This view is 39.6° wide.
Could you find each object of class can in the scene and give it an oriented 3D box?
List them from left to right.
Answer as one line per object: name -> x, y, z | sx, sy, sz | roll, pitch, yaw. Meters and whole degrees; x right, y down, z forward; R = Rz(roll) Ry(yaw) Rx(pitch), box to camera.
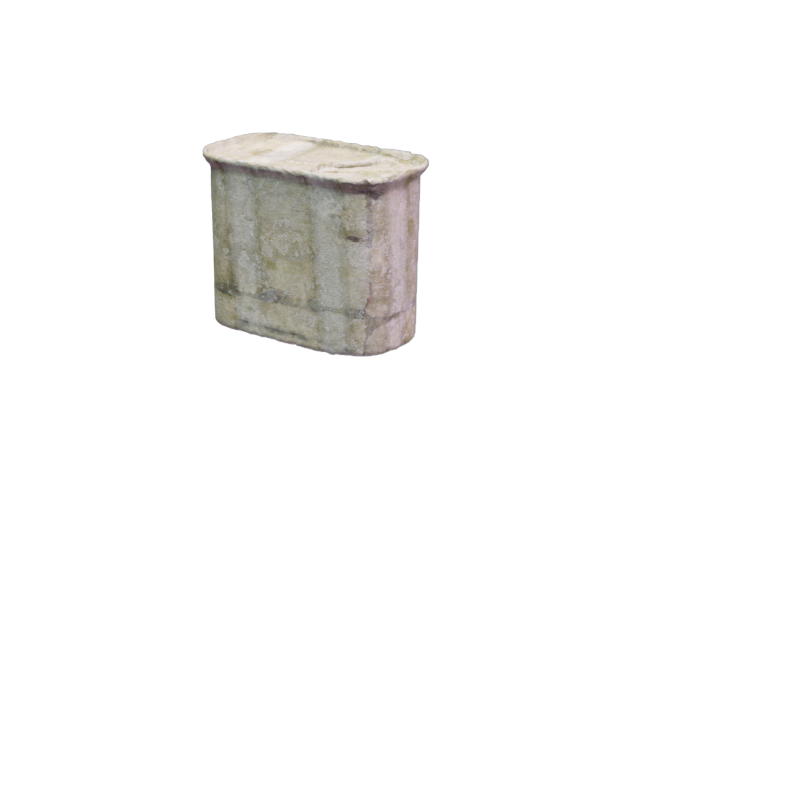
can -> -0.040, -0.073, 0.508 | 0.107, 0.080, 0.057 | 15, 24, 30
